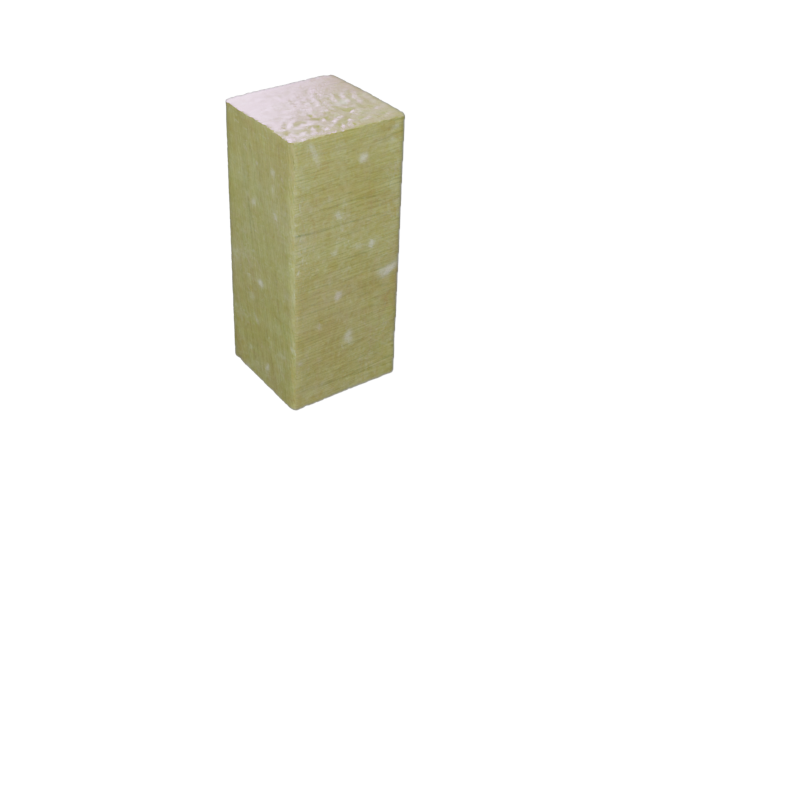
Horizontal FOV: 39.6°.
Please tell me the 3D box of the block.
[{"bbox_3d":[-0.061,-0.112,0.782,0.090,0.194,0.097,-20,38,-30],"label":"block"}]
